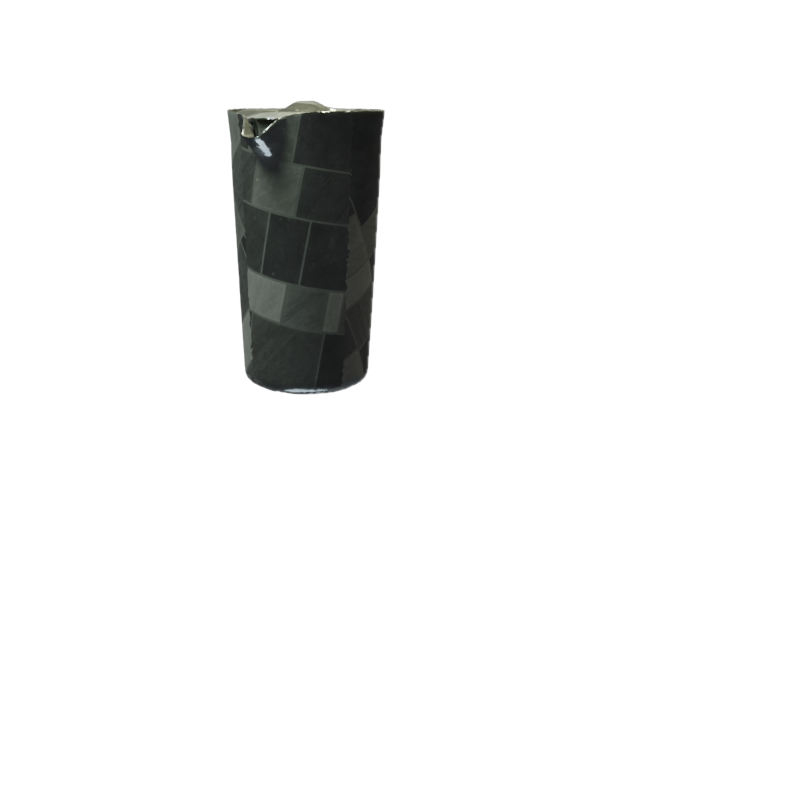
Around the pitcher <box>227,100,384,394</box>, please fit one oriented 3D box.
[{"bbox_3d":[-0.075,-0.137,0.963,0.146,0.237,0.151,-3,11,-17],"label":"pitcher"}]
